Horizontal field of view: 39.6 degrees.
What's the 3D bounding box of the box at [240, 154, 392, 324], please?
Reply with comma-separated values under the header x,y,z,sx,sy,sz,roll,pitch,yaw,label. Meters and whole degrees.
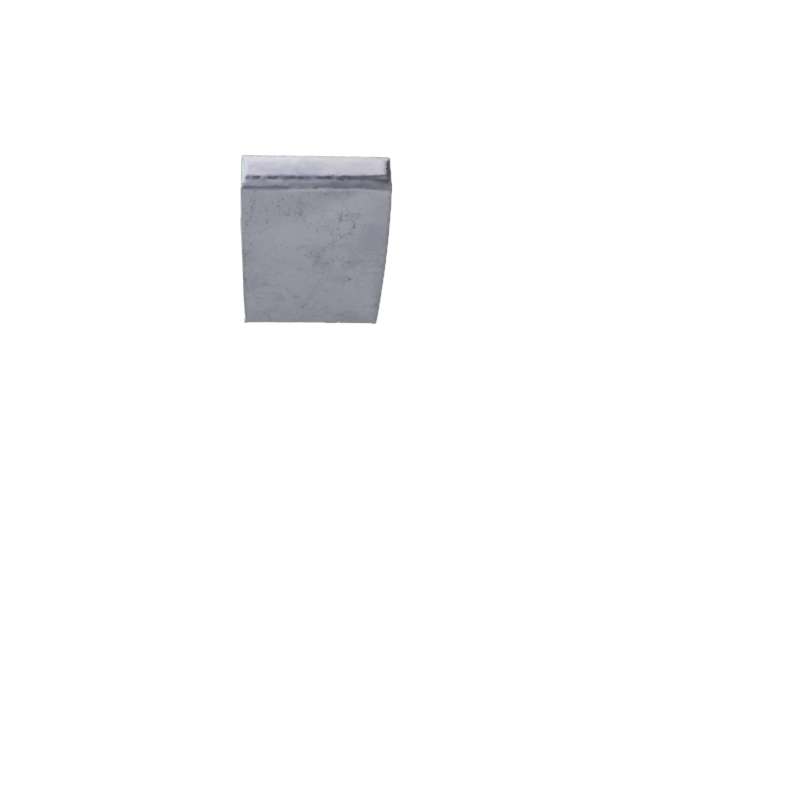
x,y,z,sx,sy,sz,roll,pitch,yaw,label
-0.053,-0.098,0.684,0.089,0.106,0.042,2,42,-3,box
